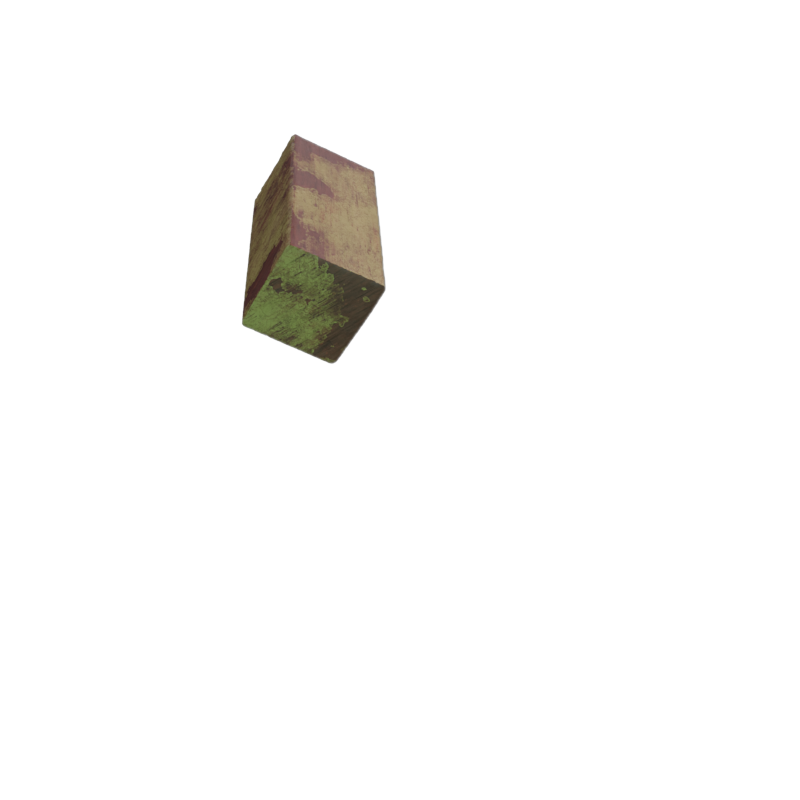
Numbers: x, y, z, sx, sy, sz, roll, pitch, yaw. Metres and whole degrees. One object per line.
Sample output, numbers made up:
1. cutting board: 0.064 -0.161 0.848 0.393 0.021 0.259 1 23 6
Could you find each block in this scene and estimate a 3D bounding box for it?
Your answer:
1. block: -0.077 -0.139 0.981 0.088 0.087 0.220 23 31 -19
